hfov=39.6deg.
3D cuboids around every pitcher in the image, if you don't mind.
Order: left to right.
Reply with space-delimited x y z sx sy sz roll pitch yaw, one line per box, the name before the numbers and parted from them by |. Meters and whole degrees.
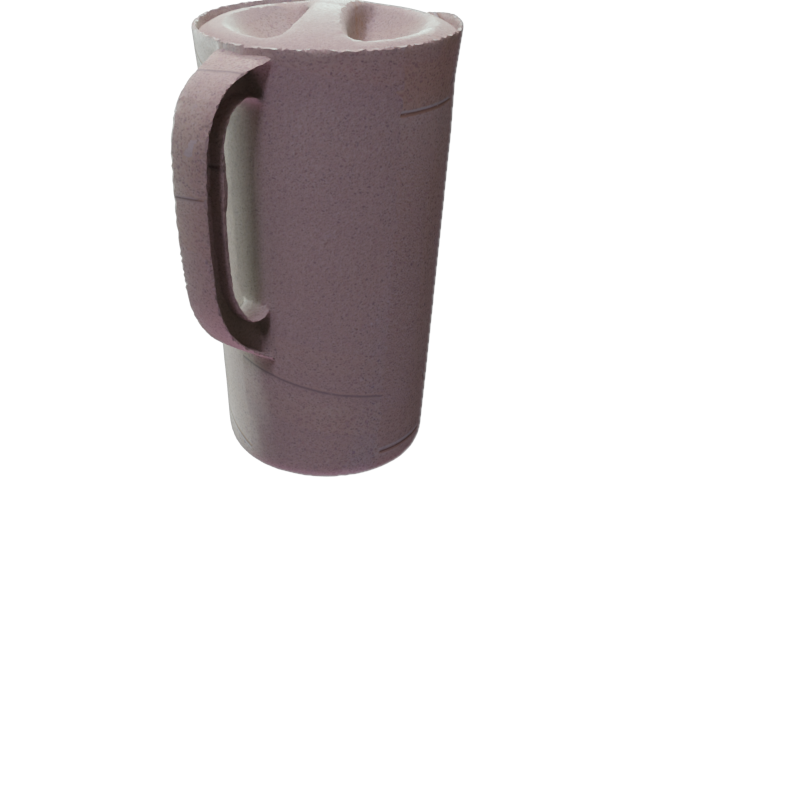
pitcher | -0.045 -0.083 0.581 0.147 0.231 0.154 -4 25 -12
